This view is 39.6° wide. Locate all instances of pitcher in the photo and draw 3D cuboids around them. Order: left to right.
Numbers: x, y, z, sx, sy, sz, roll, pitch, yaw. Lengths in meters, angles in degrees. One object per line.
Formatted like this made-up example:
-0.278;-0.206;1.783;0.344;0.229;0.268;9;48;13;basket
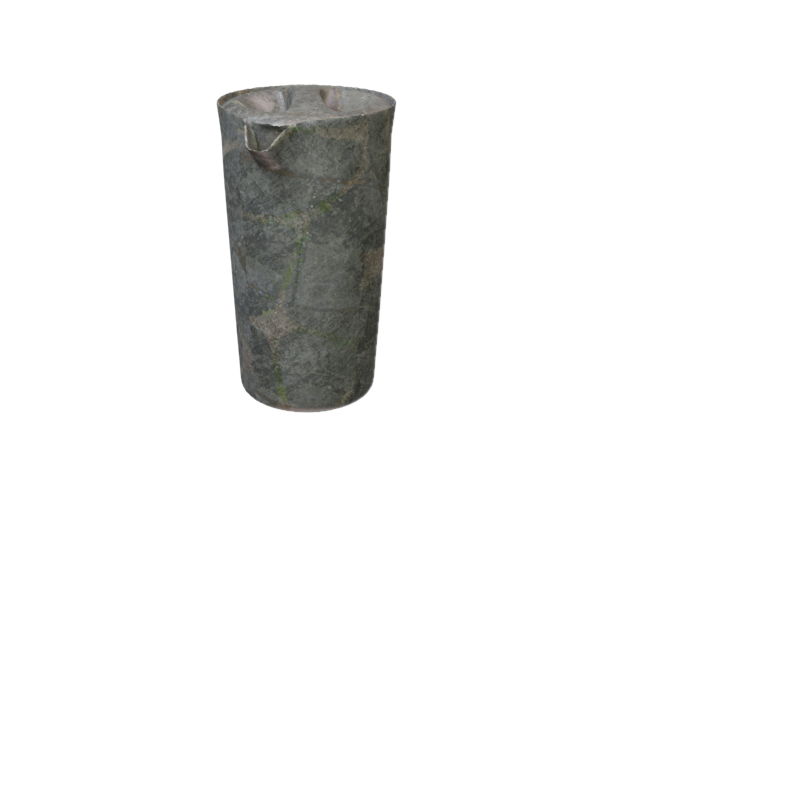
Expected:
-0.068;-0.124;0.869;0.146;0.232;0.155;-9;24;-23;pitcher
